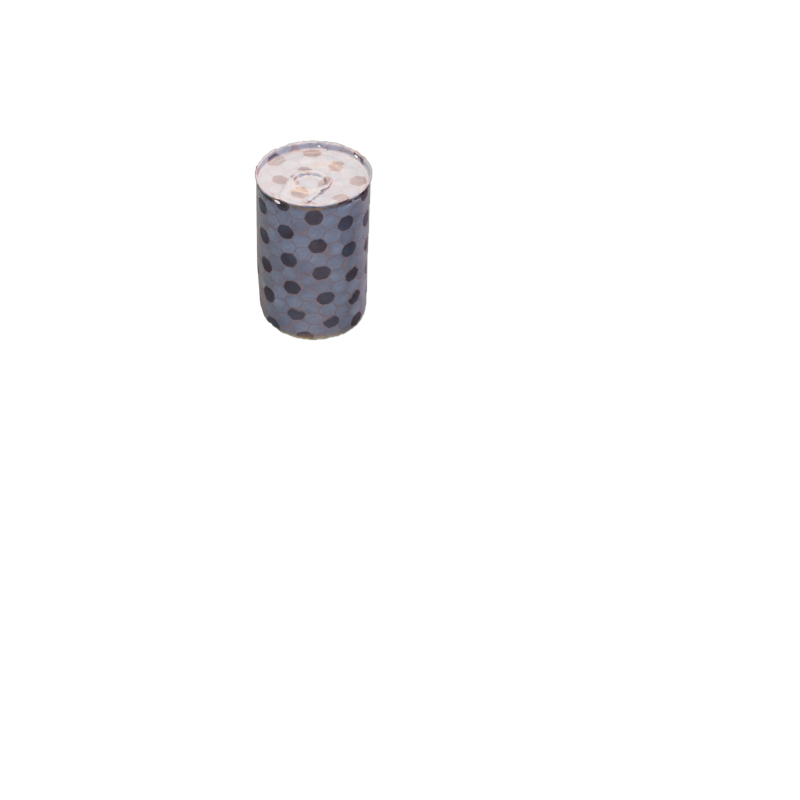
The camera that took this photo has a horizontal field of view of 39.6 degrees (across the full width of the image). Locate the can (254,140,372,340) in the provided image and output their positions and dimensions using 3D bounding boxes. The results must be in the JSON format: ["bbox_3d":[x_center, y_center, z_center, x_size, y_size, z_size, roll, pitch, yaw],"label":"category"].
[{"bbox_3d":[-0.052,-0.095,0.668,0.068,0.095,0.073,0,40,-3],"label":"can"}]
